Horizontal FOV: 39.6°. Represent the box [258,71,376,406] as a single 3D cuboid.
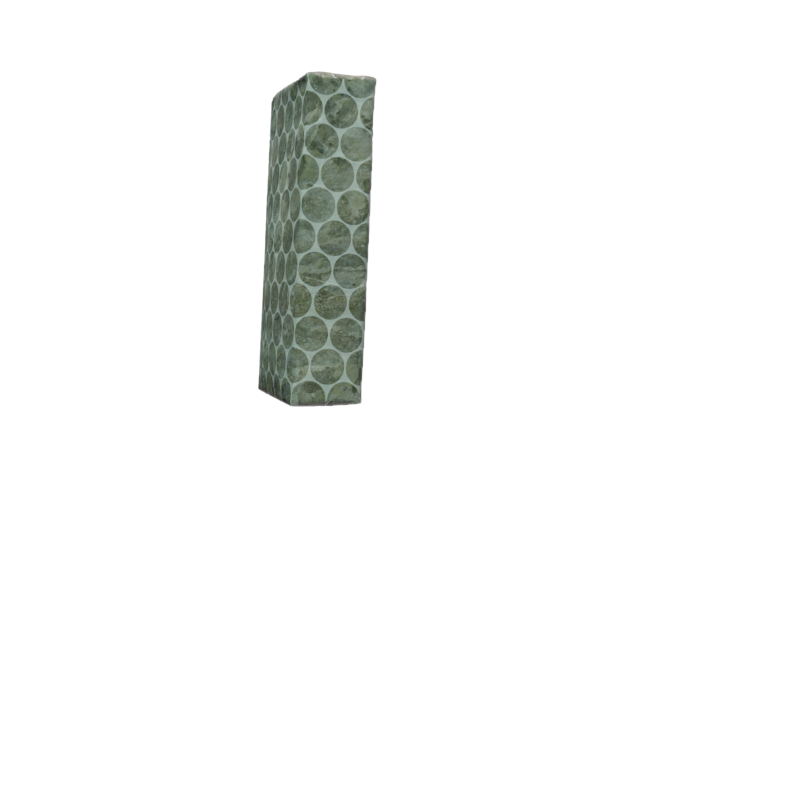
[{"bbox_3d":[-0.049,-0.089,0.622,0.047,0.177,0.095,0,-1,-18],"label":"box"}]
